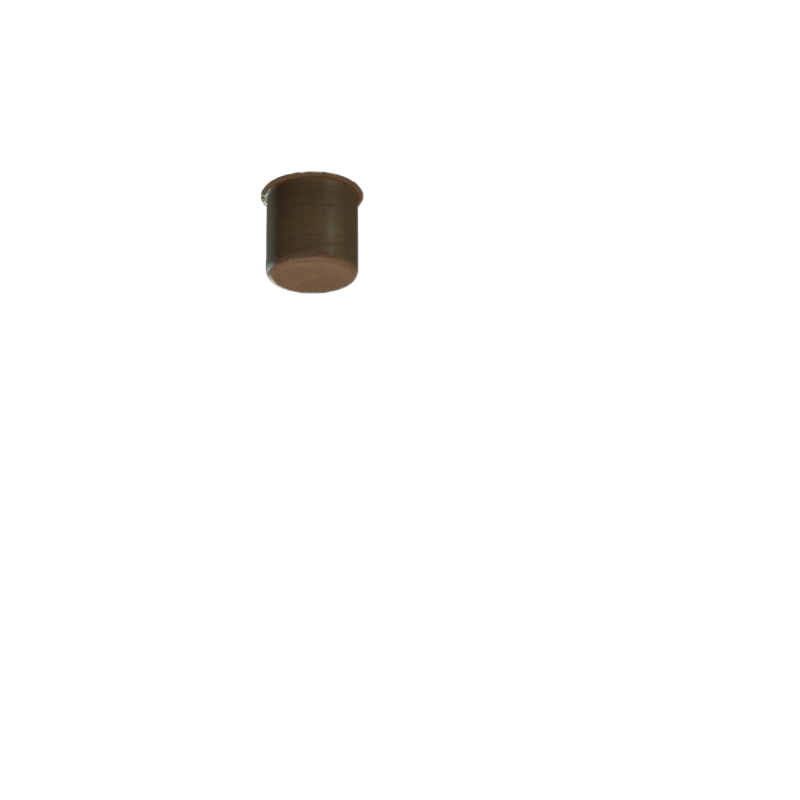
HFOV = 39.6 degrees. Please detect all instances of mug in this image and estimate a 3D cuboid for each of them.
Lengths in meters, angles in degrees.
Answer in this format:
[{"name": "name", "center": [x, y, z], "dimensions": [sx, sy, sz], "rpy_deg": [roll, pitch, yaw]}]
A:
[{"name": "mug", "center": [-0.078, -0.142, 0.995], "dimensions": [0.093, 0.086, 0.111], "rpy_deg": [-2, -21, 2]}]
